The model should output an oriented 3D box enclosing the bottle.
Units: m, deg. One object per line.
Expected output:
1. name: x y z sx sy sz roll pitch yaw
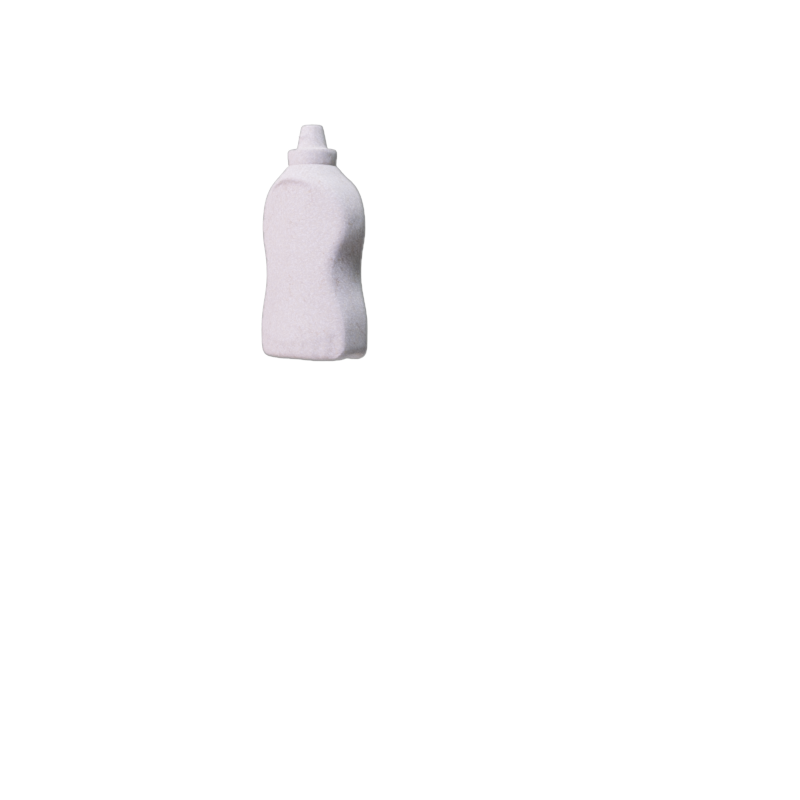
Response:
1. bottle: -0.072 -0.130 0.913 0.100 0.192 0.056 0 0 43
